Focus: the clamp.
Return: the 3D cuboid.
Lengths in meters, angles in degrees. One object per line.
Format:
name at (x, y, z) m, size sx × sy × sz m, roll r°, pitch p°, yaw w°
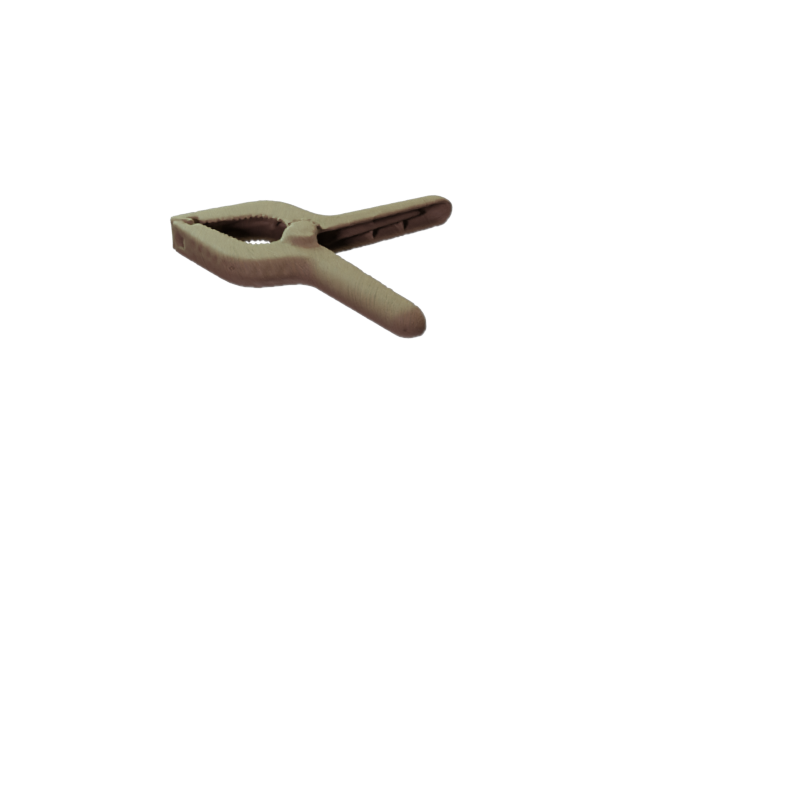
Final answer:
clamp at (-0.064, -0.117, 0.821) m, size 0.216 × 0.034 × 0.171 m, roll 11°, pitch 39°, yaw 14°
